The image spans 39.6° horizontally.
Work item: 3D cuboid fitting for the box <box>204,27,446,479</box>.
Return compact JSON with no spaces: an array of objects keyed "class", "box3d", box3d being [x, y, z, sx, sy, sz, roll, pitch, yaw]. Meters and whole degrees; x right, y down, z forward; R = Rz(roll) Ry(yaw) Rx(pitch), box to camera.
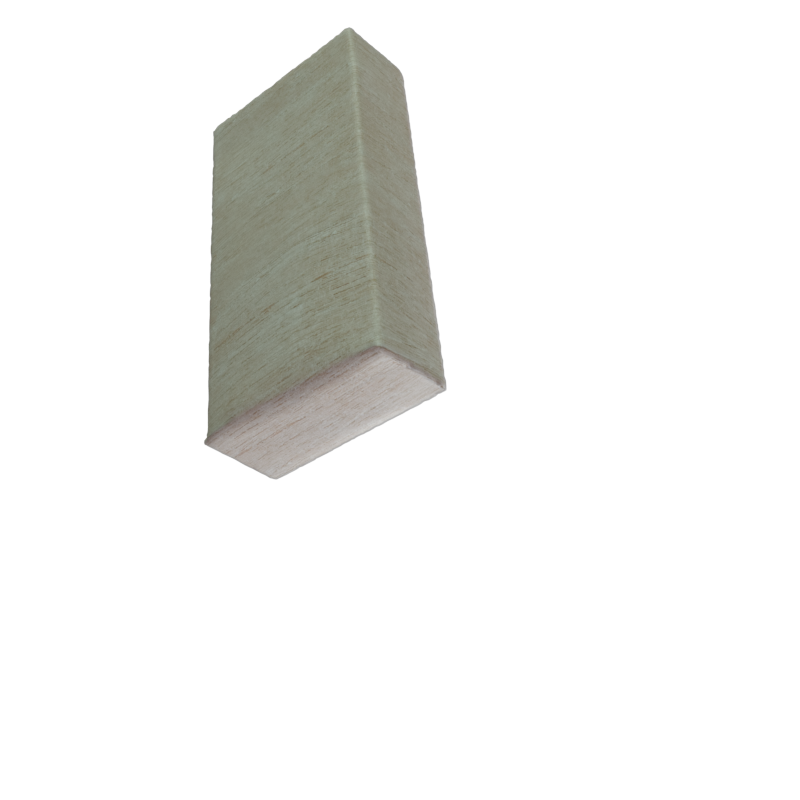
[{"class":"box","box3d":[-0.036,-0.067,0.467,0.093,0.189,0.045,-30,-45,30]}]
